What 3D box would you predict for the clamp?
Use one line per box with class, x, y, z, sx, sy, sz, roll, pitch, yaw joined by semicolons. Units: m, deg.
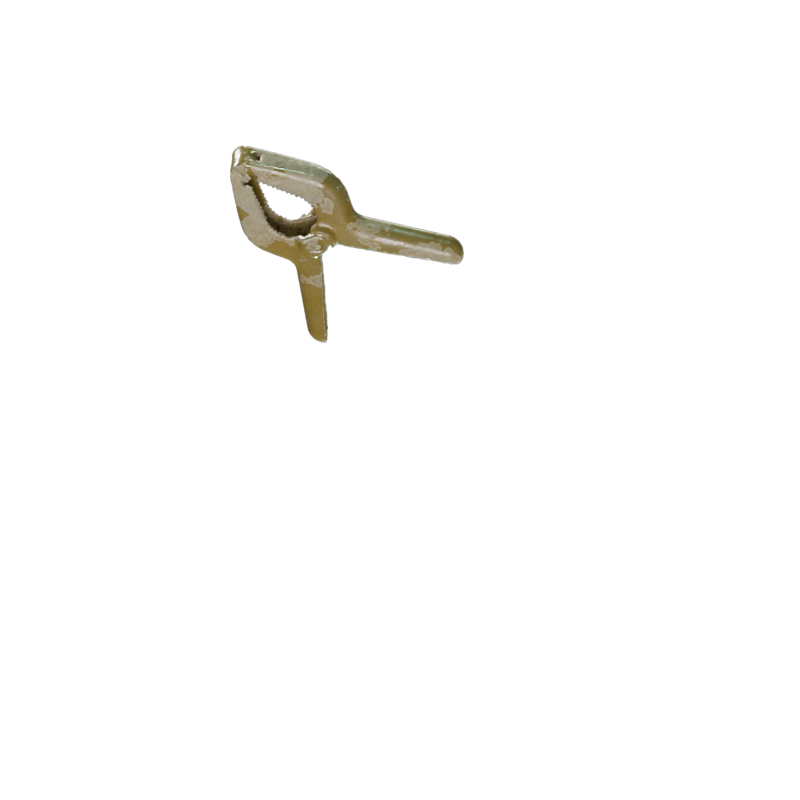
clamp;-0.073;-0.134;0.937;0.198;0.039;0.162;34;-56;-28
